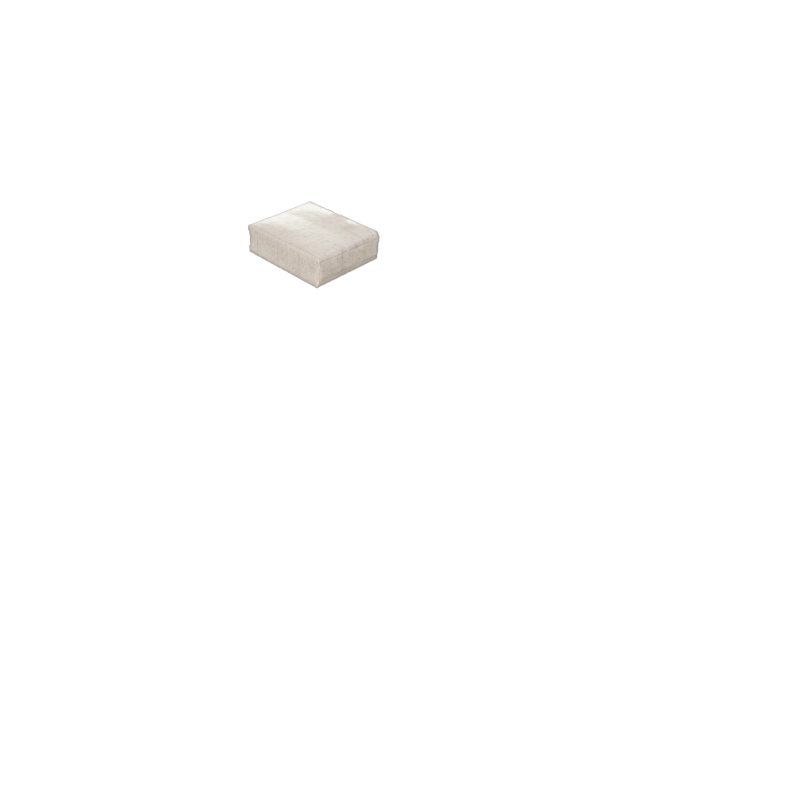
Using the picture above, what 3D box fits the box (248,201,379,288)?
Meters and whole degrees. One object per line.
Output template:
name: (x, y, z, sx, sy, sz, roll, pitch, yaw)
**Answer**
box: (-0.074, -0.135, 0.947, 0.073, 0.028, 0.095, -28, 42, -36)
